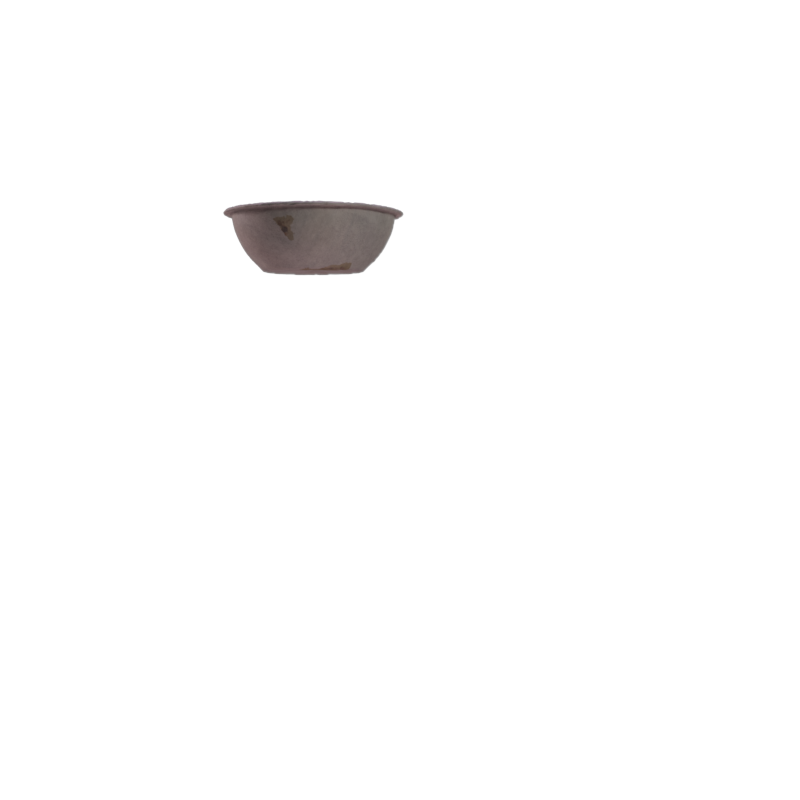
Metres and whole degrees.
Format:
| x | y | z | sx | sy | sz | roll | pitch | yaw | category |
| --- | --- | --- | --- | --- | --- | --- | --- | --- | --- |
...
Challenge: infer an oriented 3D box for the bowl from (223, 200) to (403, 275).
| x | y | z | sx | sy | sz | roll | pitch | yaw | category |
| --- | --- | --- | --- | --- | --- | --- | --- | --- | --- |
| -0.078 | -0.142 | 0.996 | 0.162 | 0.055 | 0.162 | 0 | 2 | -2 | bowl |
